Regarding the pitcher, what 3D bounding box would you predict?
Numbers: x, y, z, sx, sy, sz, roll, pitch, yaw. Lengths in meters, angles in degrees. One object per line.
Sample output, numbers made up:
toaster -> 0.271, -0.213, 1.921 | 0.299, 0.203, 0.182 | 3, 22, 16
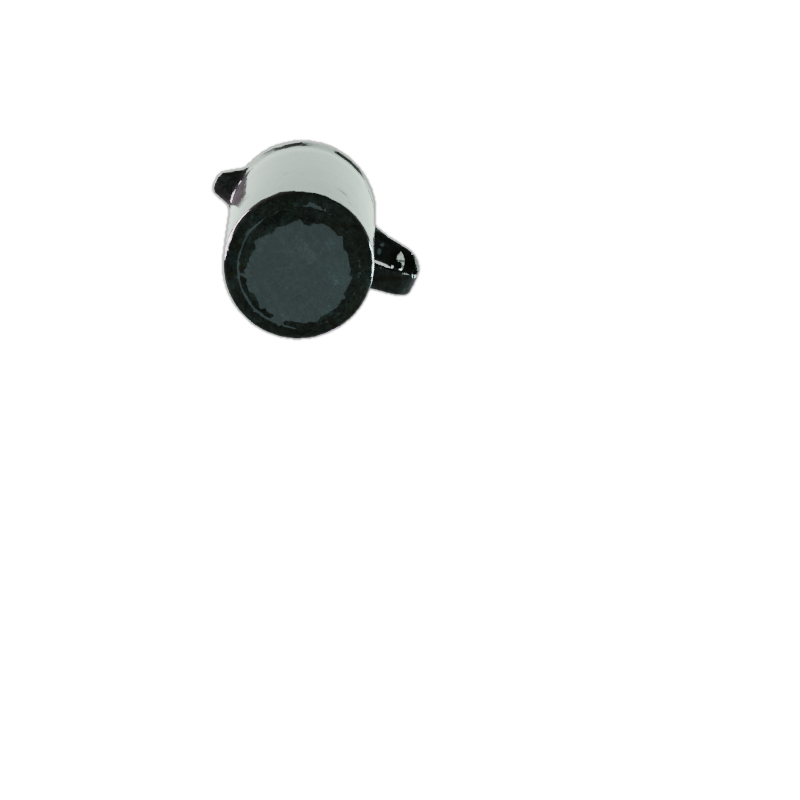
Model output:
pitcher -> -0.070, -0.128, 0.897 | 0.149, 0.140, 0.252 | -20, 17, 3
